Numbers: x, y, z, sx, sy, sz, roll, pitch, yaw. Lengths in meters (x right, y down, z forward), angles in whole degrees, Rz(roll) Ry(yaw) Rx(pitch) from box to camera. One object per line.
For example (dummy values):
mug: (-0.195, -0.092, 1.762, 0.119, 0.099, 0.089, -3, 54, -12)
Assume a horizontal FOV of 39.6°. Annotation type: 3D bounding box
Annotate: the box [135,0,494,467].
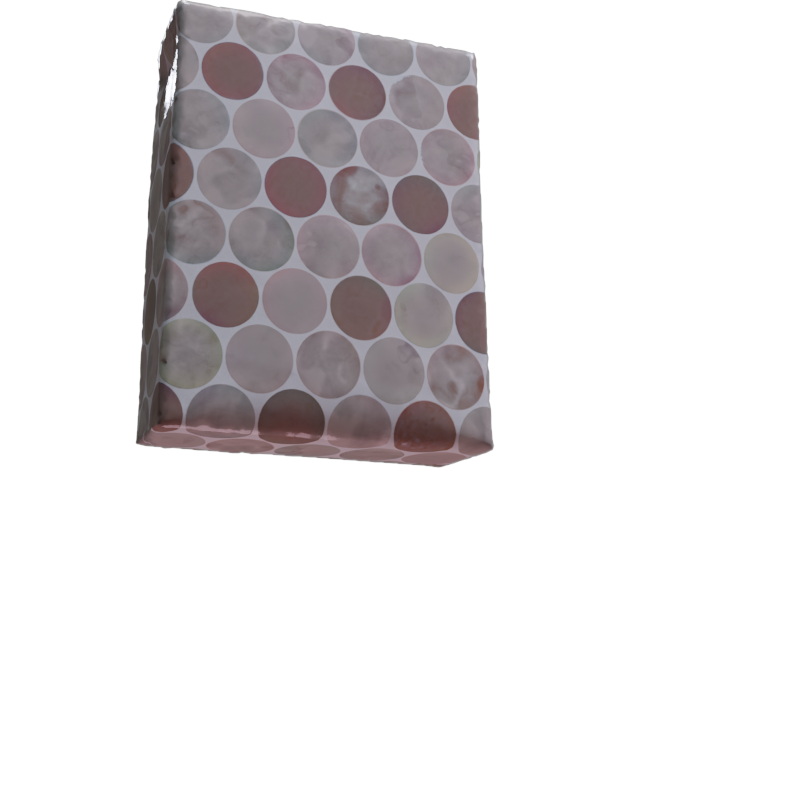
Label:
box: (-0.044, -0.080, 0.560, 0.159, 0.224, 0.071, 5, -20, -19)
